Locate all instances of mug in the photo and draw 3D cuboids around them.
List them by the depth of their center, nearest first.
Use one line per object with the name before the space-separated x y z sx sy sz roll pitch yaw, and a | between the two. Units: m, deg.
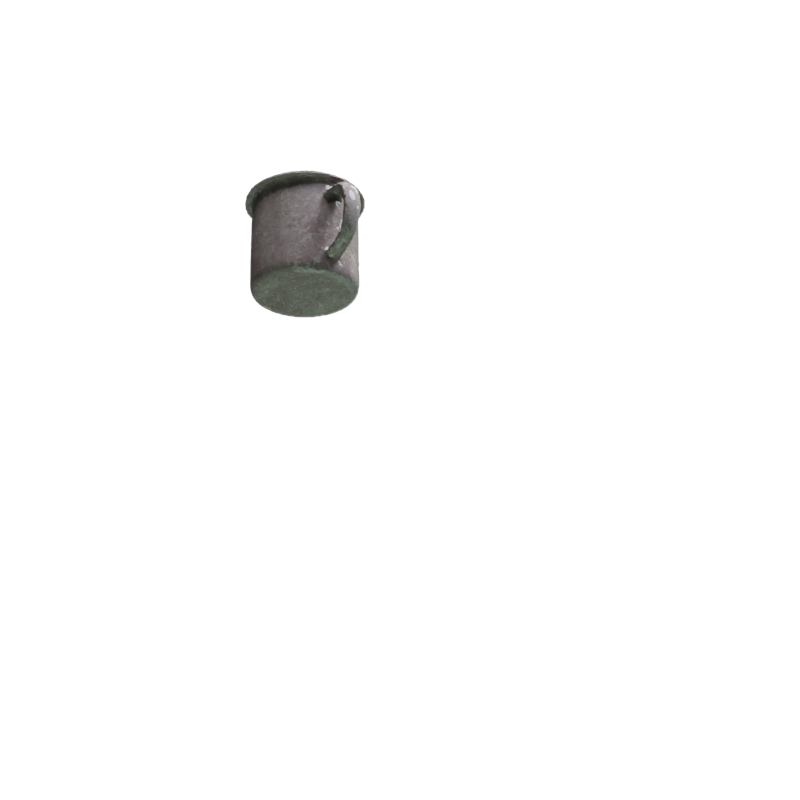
mug | -0.065 -0.119 0.833 0.088 0.087 0.116 17 -31 -32
